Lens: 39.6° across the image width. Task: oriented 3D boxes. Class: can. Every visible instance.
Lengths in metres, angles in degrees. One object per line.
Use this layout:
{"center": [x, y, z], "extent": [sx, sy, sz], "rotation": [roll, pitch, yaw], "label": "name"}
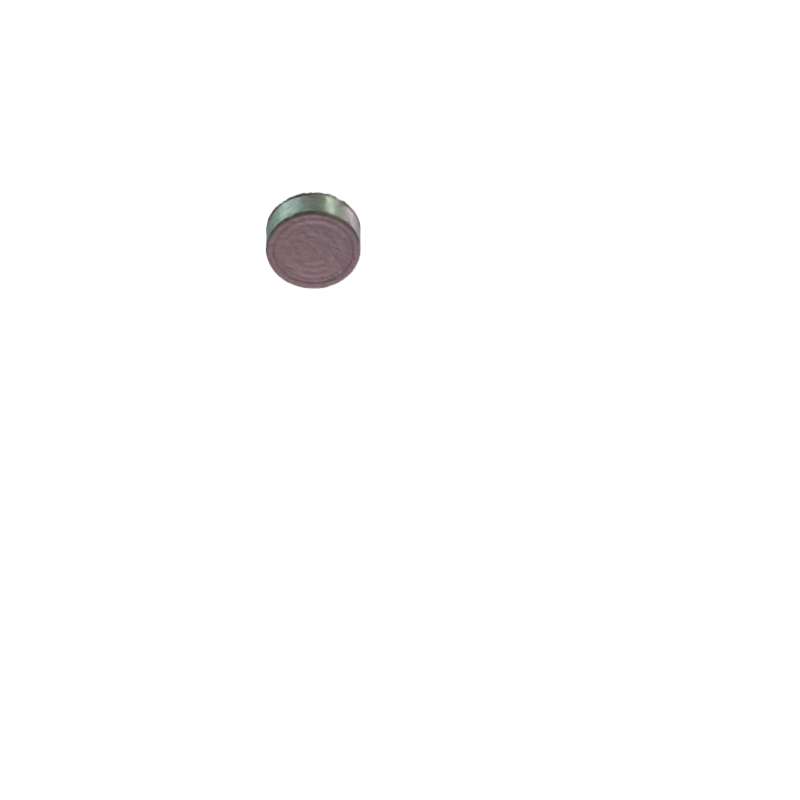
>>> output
{"center": [-0.078, -0.141, 0.990], "extent": [0.086, 0.080, 0.036], "rotation": [1, 40, -1], "label": "can"}
